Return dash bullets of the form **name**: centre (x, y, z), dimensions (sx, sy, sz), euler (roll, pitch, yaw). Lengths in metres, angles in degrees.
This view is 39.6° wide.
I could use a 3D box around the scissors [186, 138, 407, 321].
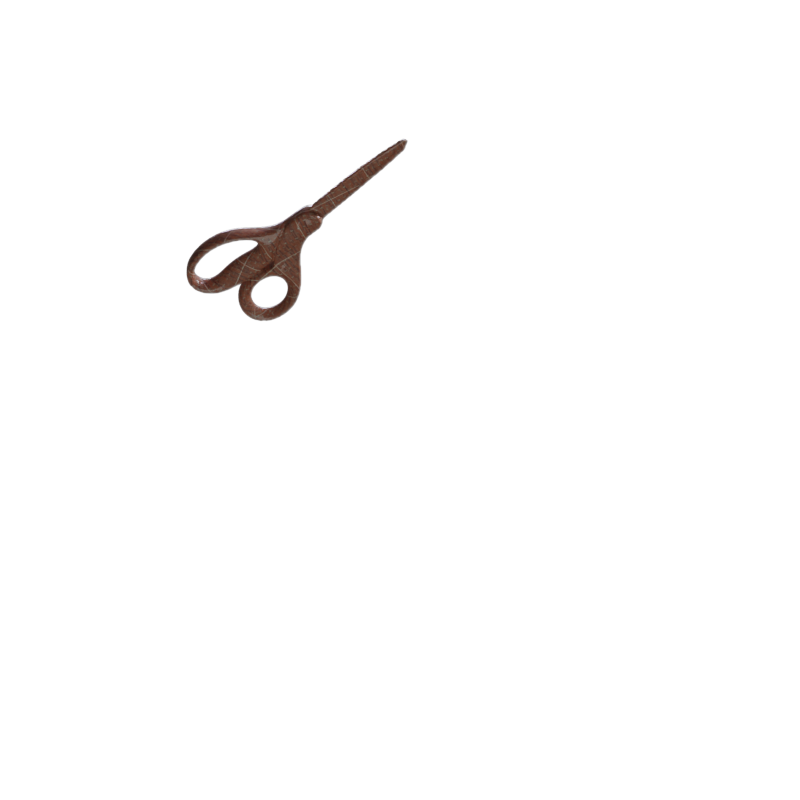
- **scissors**: centre (-0.065, -0.118, 0.826), dimensions (0.203, 0.089, 0.017), euler (-21, 38, 18)
